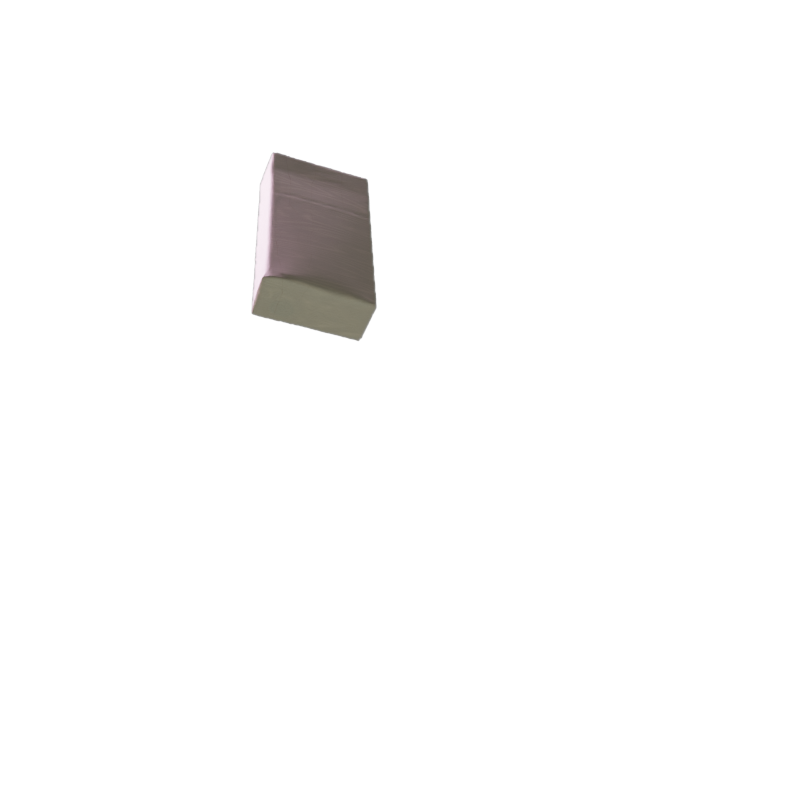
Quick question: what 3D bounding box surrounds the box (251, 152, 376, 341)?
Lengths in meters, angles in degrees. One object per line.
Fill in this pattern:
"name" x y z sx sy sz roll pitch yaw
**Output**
"box" -0.072 -0.131 0.921 0.091 0.046 0.189 13 38 -14
